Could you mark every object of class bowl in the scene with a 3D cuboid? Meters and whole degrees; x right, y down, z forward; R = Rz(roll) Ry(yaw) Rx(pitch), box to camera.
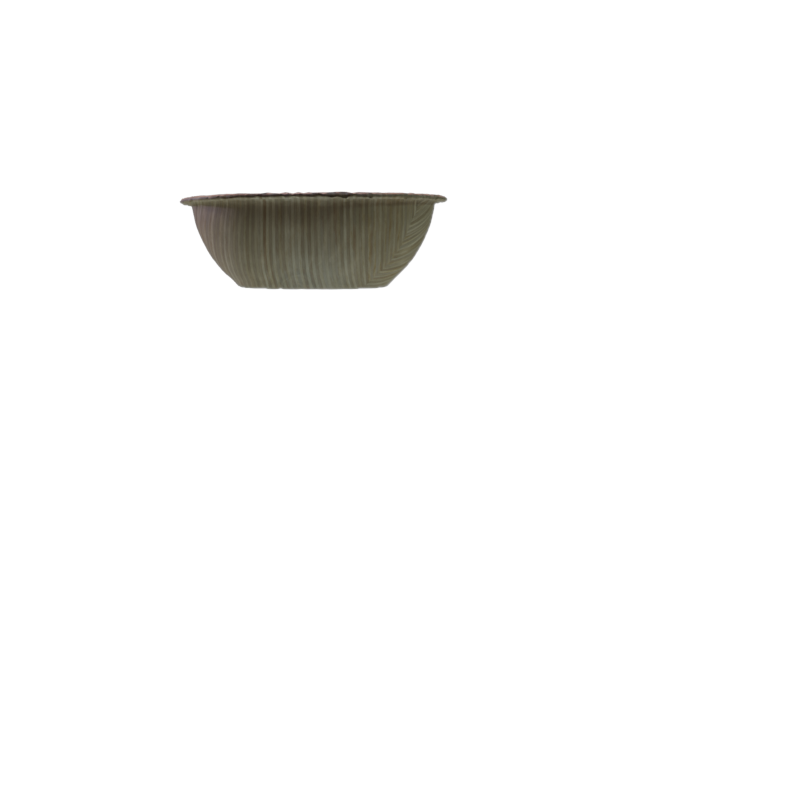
[{"bbox_3d":[-0.053,-0.096,0.674,0.162,0.055,0.164,0,7,-2],"label":"bowl"}]
